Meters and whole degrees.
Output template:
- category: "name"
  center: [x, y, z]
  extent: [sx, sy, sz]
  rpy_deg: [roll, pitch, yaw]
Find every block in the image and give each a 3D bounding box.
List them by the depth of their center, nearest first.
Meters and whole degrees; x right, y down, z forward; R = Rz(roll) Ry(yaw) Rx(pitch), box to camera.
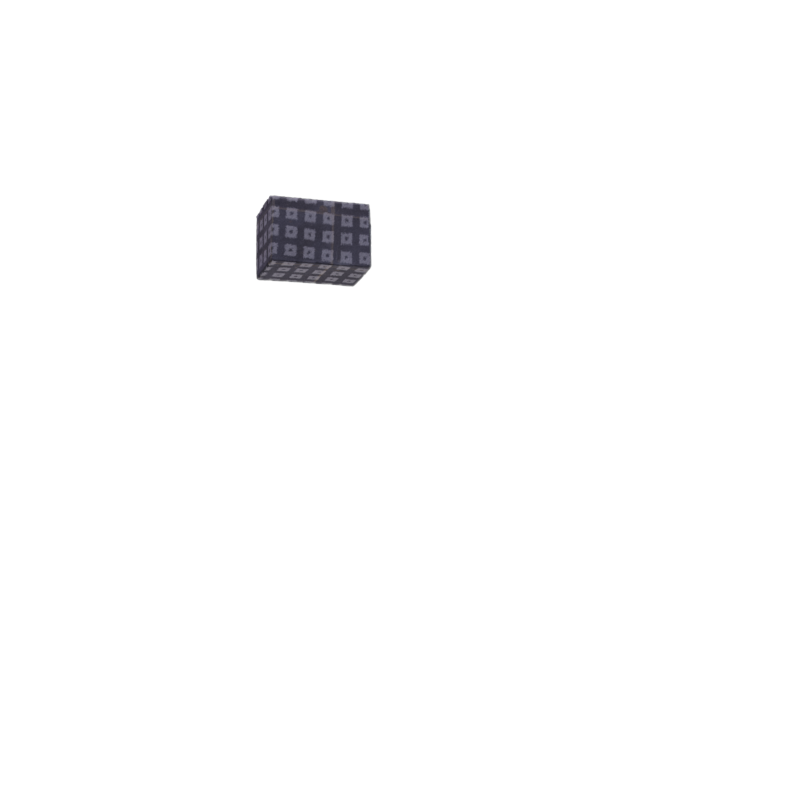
- category: "block"
  center: [-0.065, -0.118, 0.826]
  extent: [0.076, 0.053, 0.052]
  rpy_deg: [3, -15, -16]
